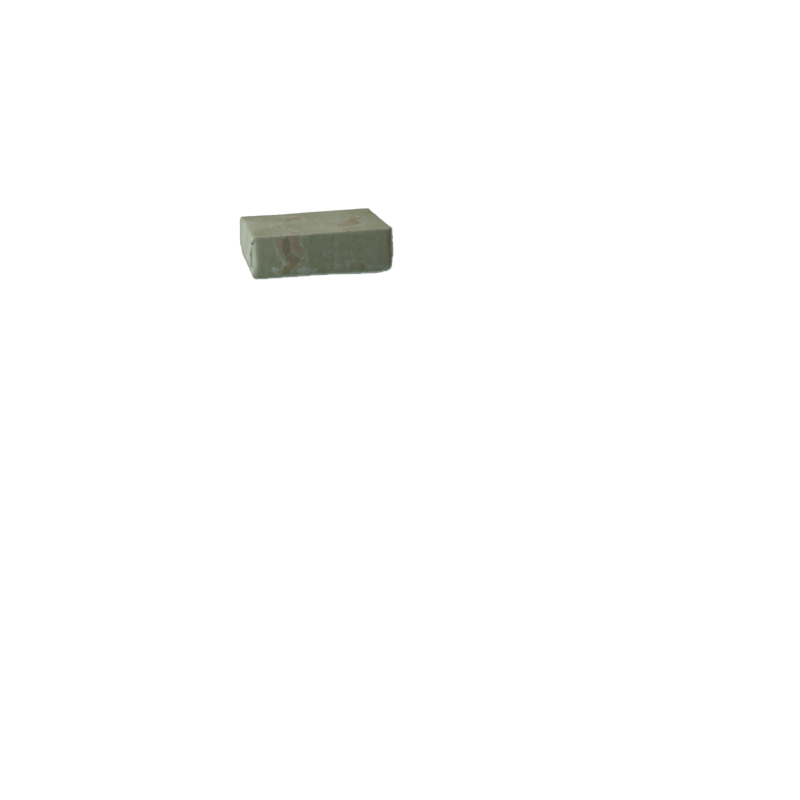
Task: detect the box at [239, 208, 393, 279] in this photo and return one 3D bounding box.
[{"bbox_3d":[-0.070,-0.127,0.891,0.112,0.037,0.094,-4,19,-11],"label":"box"}]
